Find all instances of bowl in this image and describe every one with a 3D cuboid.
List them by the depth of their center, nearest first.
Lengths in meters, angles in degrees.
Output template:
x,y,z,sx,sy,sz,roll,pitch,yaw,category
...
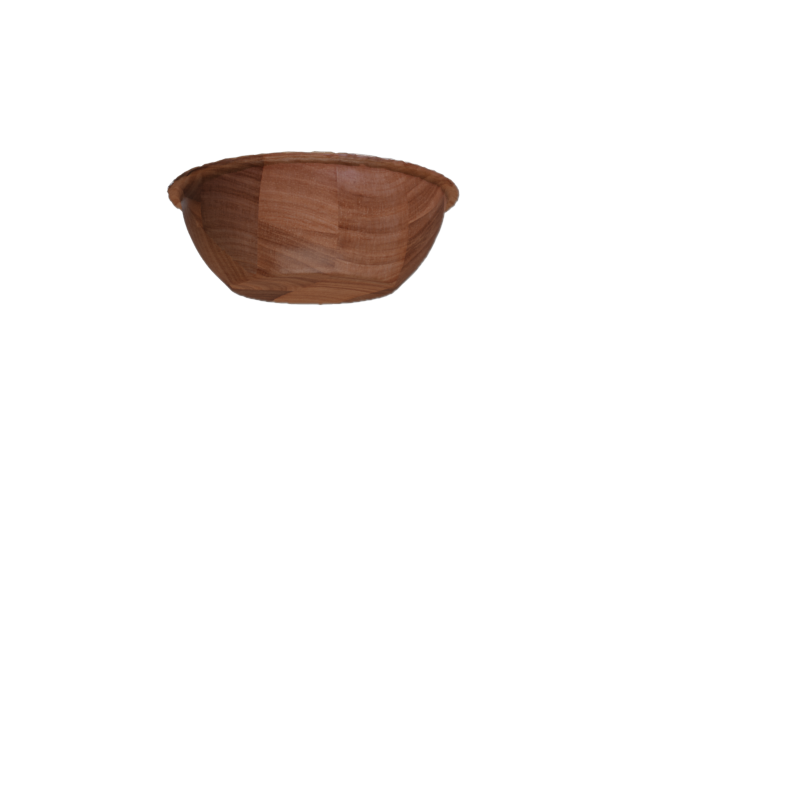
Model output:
x,y,z,sx,sy,sz,roll,pitch,yaw,category
-0.048,-0.087,0.609,0.162,0.056,0.158,0,-6,-2,bowl
